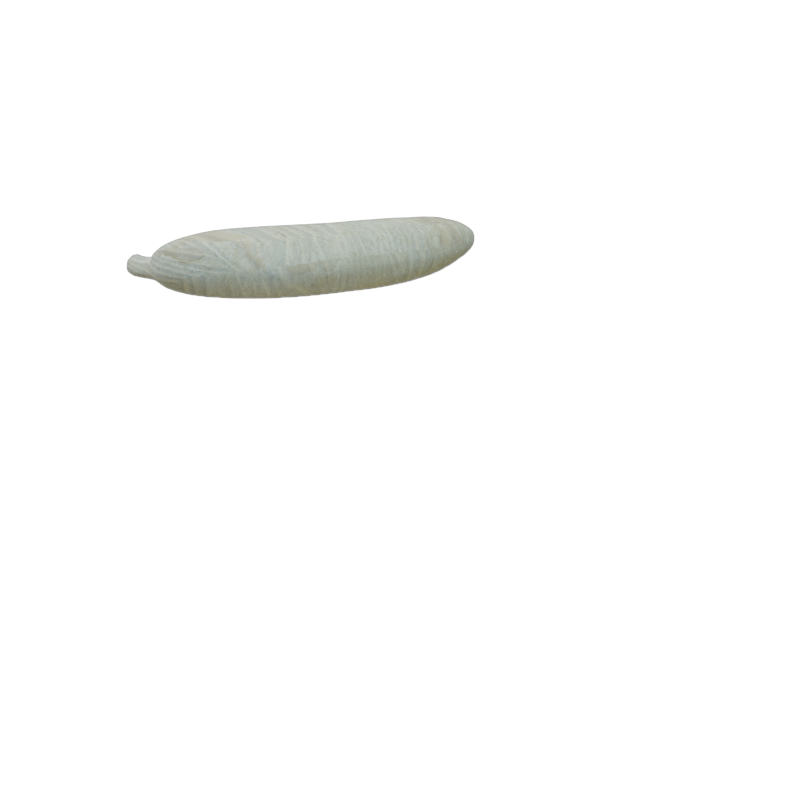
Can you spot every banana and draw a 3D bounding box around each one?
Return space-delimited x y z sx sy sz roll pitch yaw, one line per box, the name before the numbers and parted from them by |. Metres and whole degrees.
banana | -0.047 -0.080 0.598 0.195 0.035 0.074 -4 23 -10
